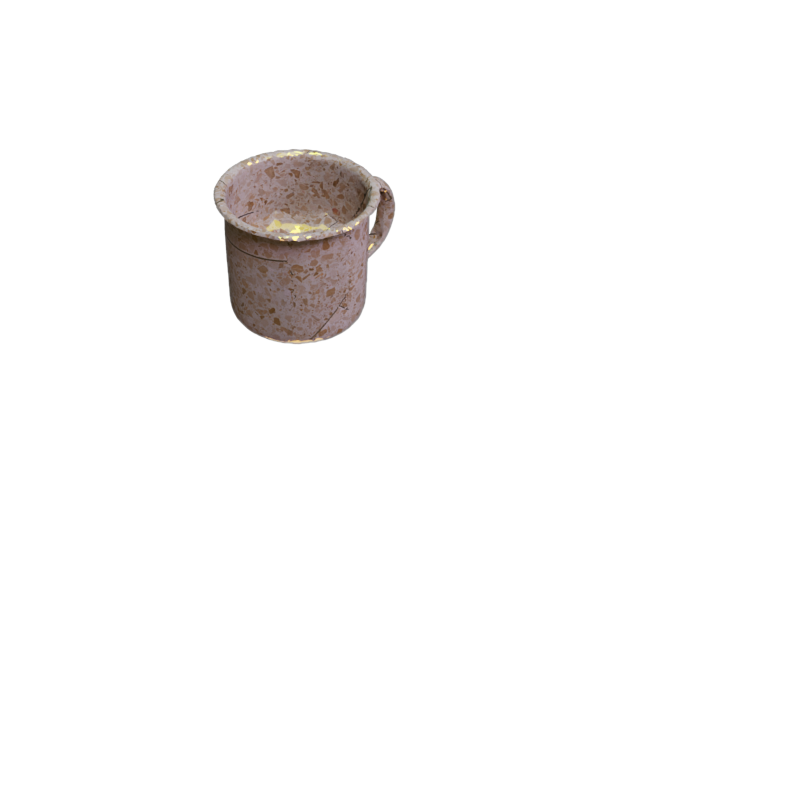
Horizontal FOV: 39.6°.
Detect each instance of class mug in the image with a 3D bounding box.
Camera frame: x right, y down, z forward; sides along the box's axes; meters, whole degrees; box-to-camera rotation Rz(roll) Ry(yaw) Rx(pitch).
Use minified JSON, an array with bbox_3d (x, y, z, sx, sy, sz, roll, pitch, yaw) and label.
[{"bbox_3d":[-0.051,-0.093,0.648,0.117,0.076,0.100,-29,48,-32],"label":"mug"}]
